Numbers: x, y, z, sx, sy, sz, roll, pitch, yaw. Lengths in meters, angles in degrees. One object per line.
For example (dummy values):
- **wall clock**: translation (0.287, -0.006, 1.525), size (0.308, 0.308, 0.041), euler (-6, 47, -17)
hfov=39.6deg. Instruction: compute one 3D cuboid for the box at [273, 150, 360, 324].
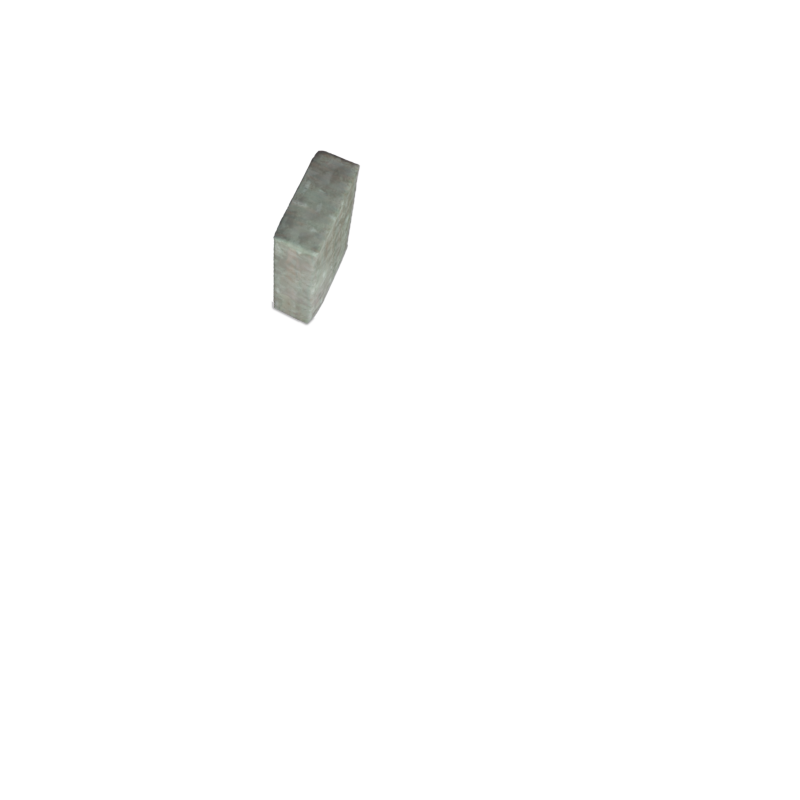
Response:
- **box**: translation (-0.077, -0.140, 0.980), size (0.049, 0.096, 0.168), euler (23, -18, 3)
